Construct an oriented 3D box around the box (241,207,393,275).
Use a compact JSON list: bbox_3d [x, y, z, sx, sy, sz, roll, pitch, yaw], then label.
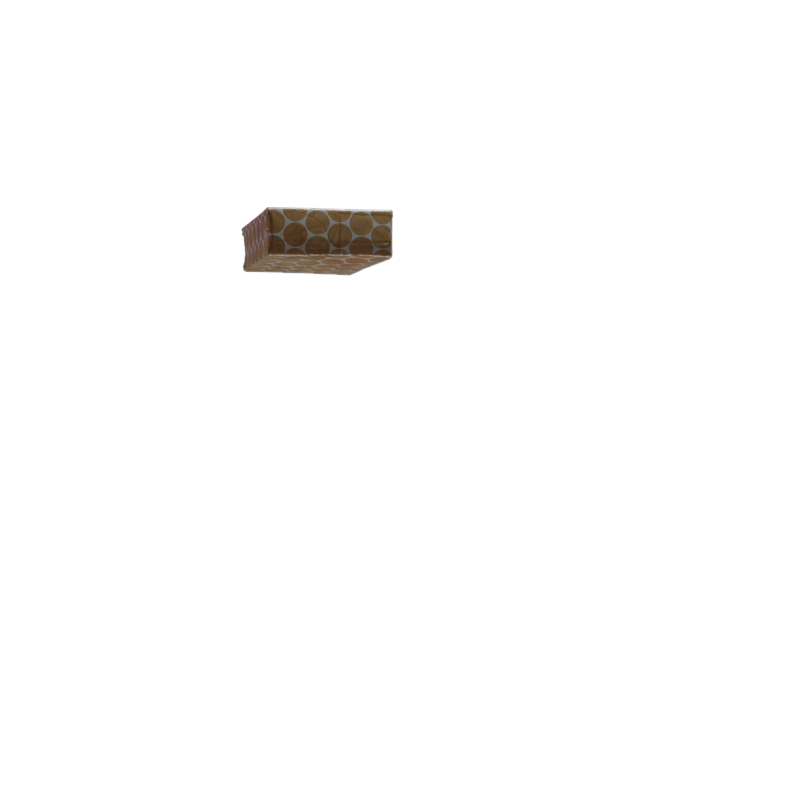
[{"bbox_3d":[-0.063,-0.115,0.806,0.088,0.039,0.114,1,-2,-16],"label":"box"}]
